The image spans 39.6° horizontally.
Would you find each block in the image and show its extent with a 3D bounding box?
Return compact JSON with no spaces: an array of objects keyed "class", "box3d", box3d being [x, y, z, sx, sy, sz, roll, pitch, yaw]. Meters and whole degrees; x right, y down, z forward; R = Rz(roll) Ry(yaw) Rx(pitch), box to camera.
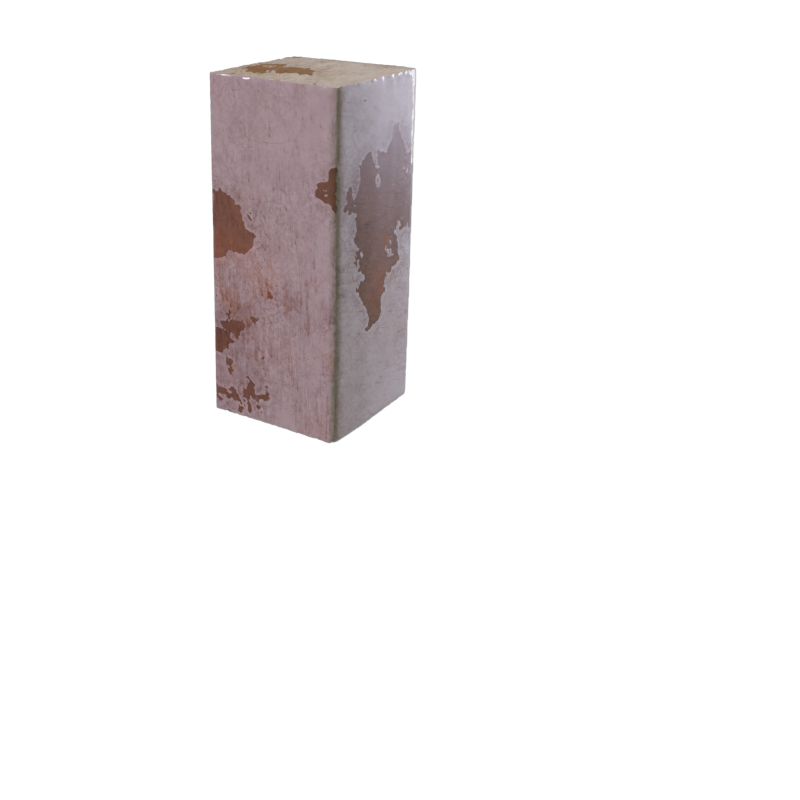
[{"class":"block","box3d":[-0.051,-0.095,0.663,0.095,0.198,0.090,12,21,30]}]
